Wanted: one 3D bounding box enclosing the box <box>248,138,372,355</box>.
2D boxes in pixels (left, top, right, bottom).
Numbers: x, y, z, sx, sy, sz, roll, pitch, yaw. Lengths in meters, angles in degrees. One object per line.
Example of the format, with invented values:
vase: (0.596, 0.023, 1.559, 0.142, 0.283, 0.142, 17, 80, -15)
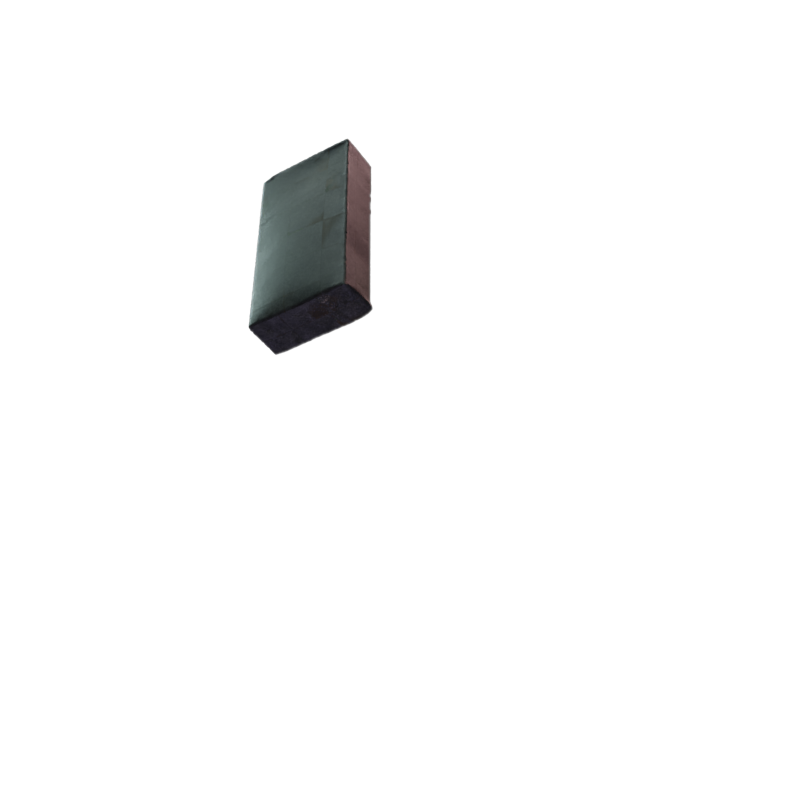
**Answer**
box: (-0.071, -0.129, 0.905, 0.094, 0.189, 0.044, -24, -45, 22)
